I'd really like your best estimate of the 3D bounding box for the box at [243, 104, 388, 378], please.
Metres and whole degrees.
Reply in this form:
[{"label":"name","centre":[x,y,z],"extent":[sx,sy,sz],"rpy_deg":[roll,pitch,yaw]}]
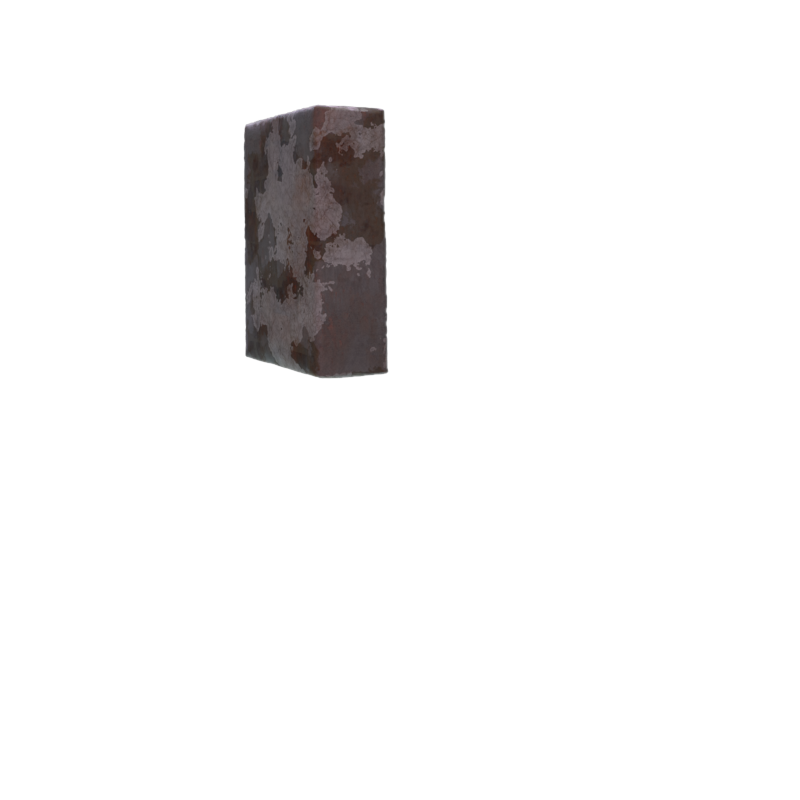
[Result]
[{"label":"box","centre":[-0.074,-0.135,0.943],"extent":[0.070,0.213,0.170],"rpy_deg":[0,3,-27]}]
